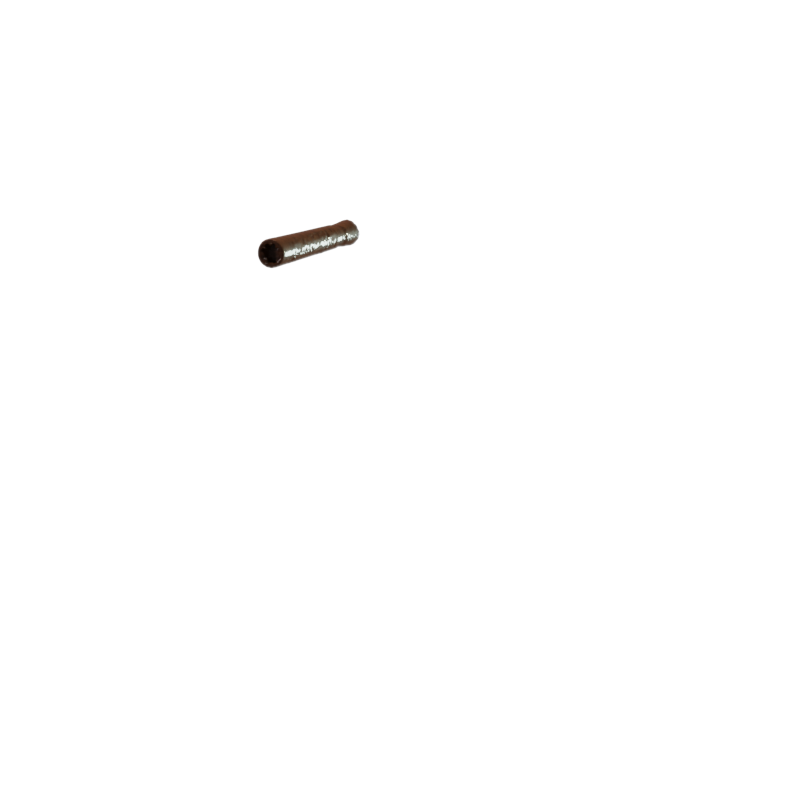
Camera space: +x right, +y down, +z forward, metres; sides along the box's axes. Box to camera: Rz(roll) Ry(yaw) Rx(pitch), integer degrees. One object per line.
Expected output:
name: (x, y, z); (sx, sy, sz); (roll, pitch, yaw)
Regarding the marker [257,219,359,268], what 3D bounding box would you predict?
marker: (-0.059, -0.108, 0.753); (0.020, 0.019, 0.120); (2, 15, 23)
